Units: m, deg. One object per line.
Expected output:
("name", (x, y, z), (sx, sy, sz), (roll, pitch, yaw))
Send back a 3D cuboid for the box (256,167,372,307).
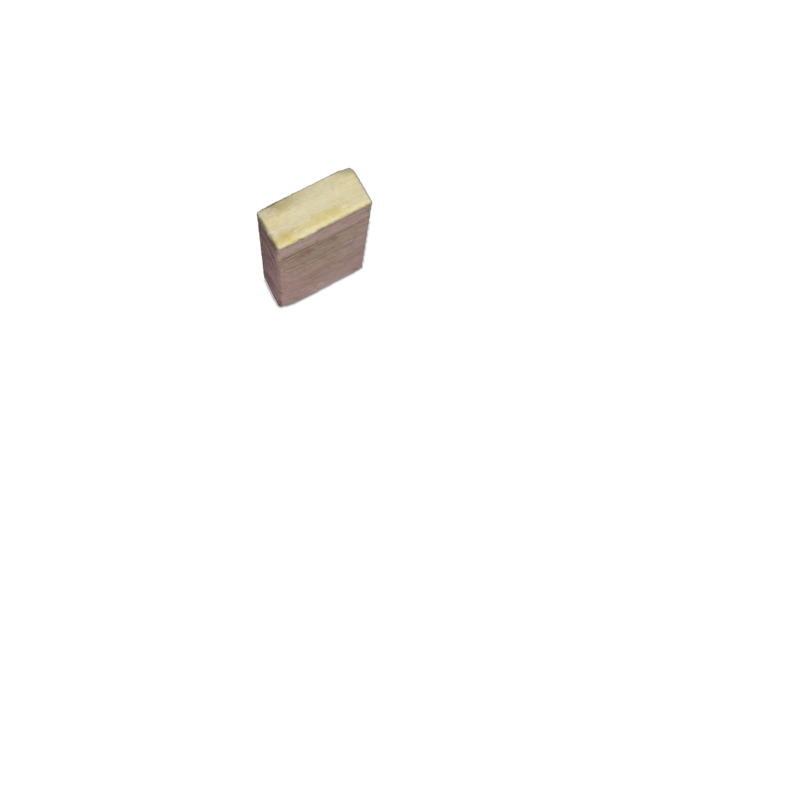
("box", (-0.078, -0.143, 0.999), (0.093, 0.050, 0.169), (-28, -11, -11))
